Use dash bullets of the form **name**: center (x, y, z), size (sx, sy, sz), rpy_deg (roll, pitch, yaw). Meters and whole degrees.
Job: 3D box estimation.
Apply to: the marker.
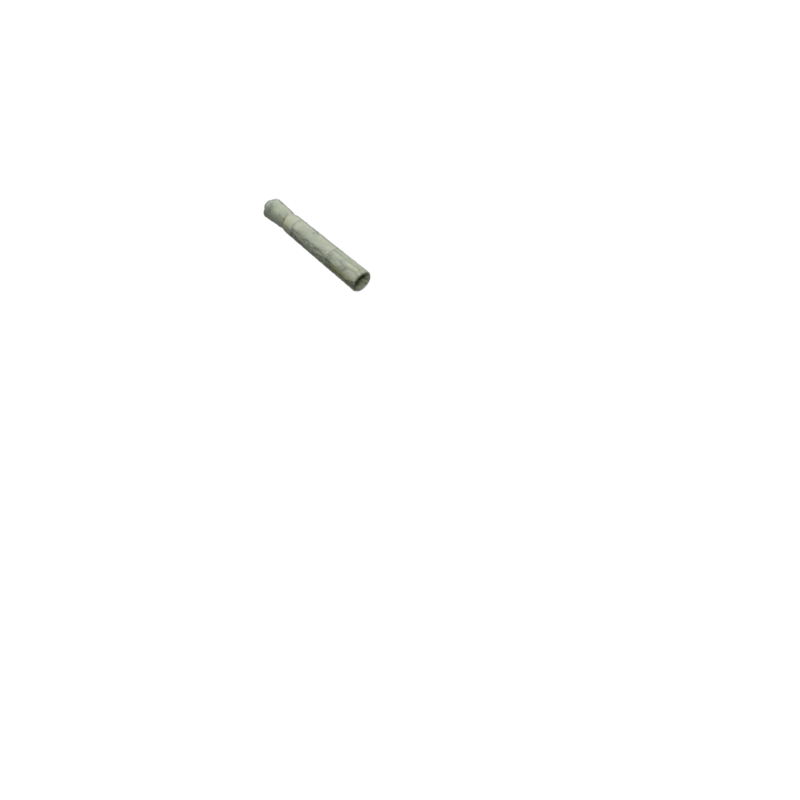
- **marker**: center (-0.070, -0.128, 0.895), size (0.019, 0.019, 0.130), rpy_deg (-3, 36, -48)
